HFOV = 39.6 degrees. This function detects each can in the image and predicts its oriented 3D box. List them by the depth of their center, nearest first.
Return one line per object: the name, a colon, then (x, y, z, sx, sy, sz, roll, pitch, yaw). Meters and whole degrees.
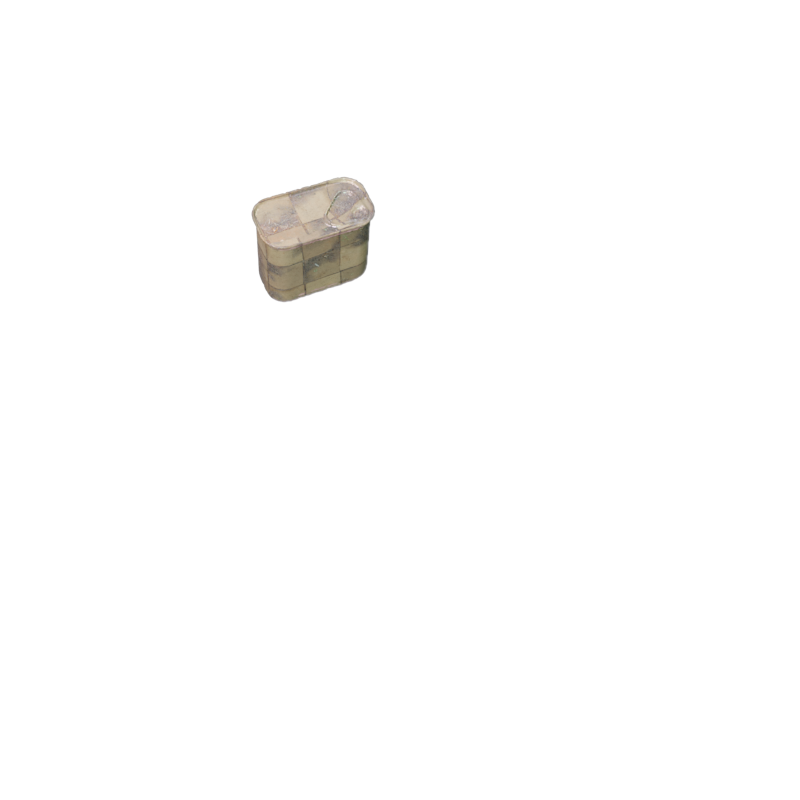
can: (-0.076, -0.138, 0.969, 0.101, 0.062, 0.078, -18, -31, -14)
